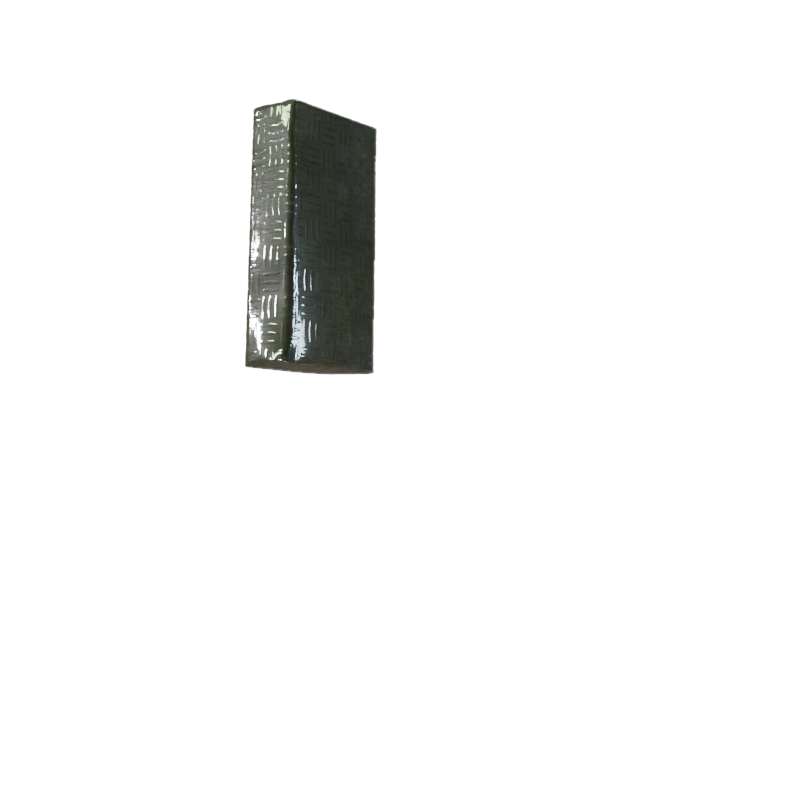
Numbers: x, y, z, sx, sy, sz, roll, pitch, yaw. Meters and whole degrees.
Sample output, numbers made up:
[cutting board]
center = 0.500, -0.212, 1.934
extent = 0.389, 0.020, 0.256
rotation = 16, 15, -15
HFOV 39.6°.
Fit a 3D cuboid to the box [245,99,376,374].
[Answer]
[box]
center = -0.059, -0.108, 0.758
extent = 0.049, 0.181, 0.088
rotation = -9, -13, 37
